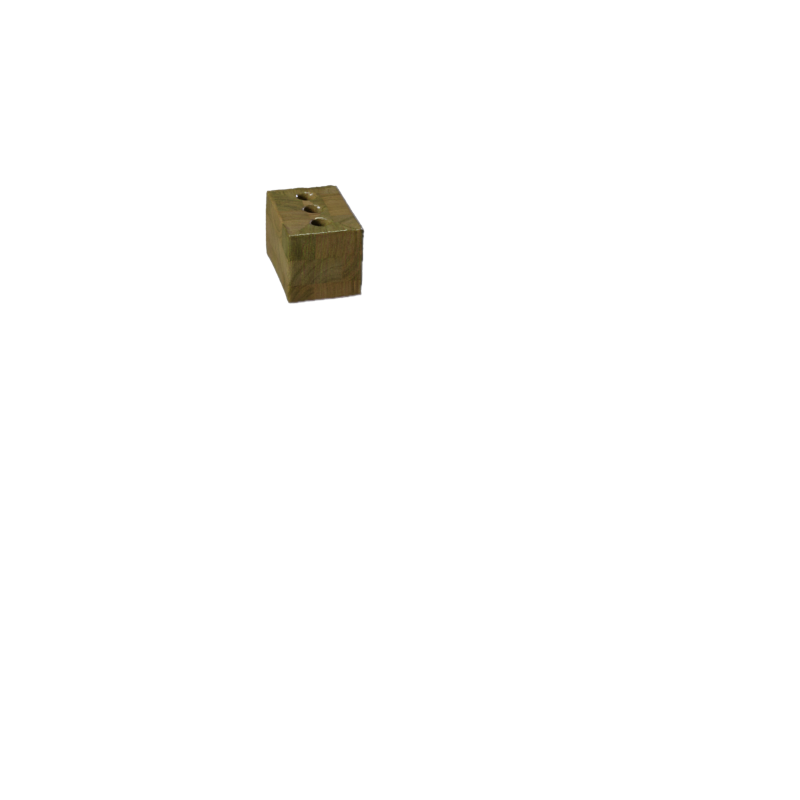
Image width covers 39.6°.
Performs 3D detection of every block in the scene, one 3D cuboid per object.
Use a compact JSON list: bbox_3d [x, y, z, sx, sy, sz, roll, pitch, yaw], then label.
[{"bbox_3d":[-0.059,-0.108,0.758,0.052,0.048,0.084,-7,32,-14],"label":"block"}]
